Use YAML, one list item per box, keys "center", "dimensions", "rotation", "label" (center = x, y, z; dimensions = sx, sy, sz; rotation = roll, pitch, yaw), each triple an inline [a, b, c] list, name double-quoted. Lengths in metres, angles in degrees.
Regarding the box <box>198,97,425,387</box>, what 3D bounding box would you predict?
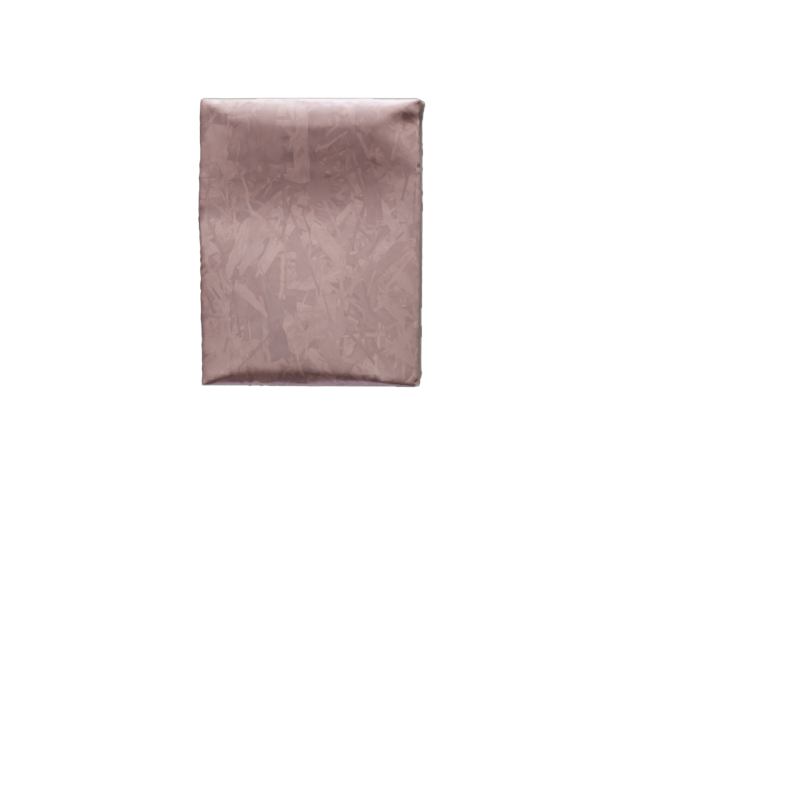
- center: [-0.065, -0.118, 0.828]
  dimensions: [0.165, 0.211, 0.072]
  rotation: [1, 6, 5]
  label: "box"
